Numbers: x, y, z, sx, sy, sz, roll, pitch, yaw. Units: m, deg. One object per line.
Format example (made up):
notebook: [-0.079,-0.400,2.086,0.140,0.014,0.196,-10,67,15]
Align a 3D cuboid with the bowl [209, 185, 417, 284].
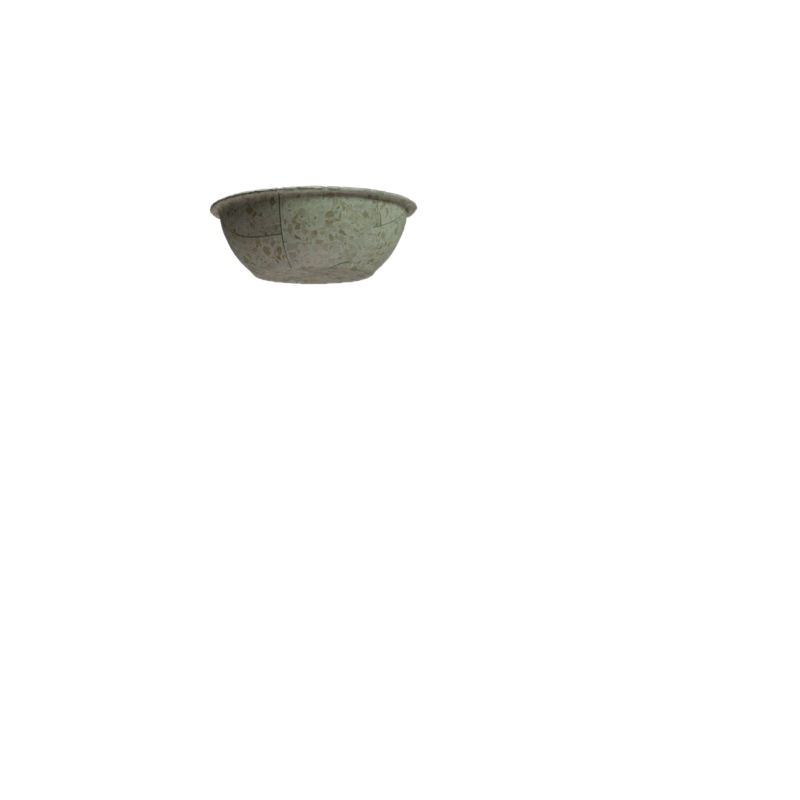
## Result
bowl: [-0.067,-0.123,0.861,0.162,0.056,0.160,0,-3,-2]
